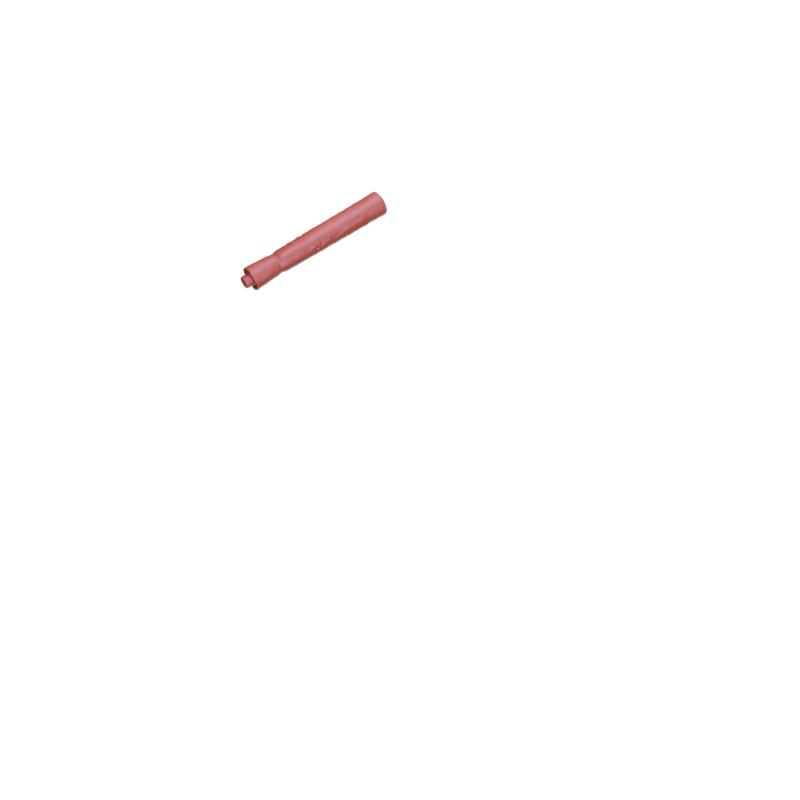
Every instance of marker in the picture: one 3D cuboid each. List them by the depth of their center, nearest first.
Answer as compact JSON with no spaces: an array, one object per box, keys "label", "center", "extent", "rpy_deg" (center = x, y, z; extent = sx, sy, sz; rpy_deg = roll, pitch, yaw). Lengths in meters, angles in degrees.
[{"label":"marker","center":[-0.063,-0.115,0.806],"extent":[0.121,0.019,0.020],"rpy_deg":[-33,15,-17]}]
